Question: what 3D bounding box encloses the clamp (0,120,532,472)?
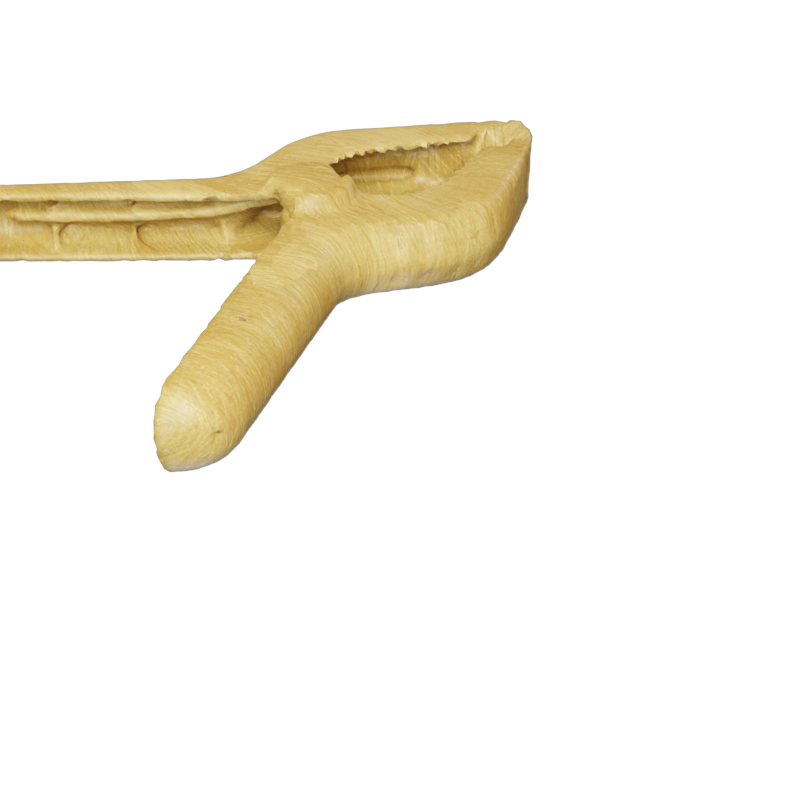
[{"bbox_3d":[-0.028,-0.051,0.358,0.207,0.034,0.177,-19,37,-27],"label":"clamp"}]
